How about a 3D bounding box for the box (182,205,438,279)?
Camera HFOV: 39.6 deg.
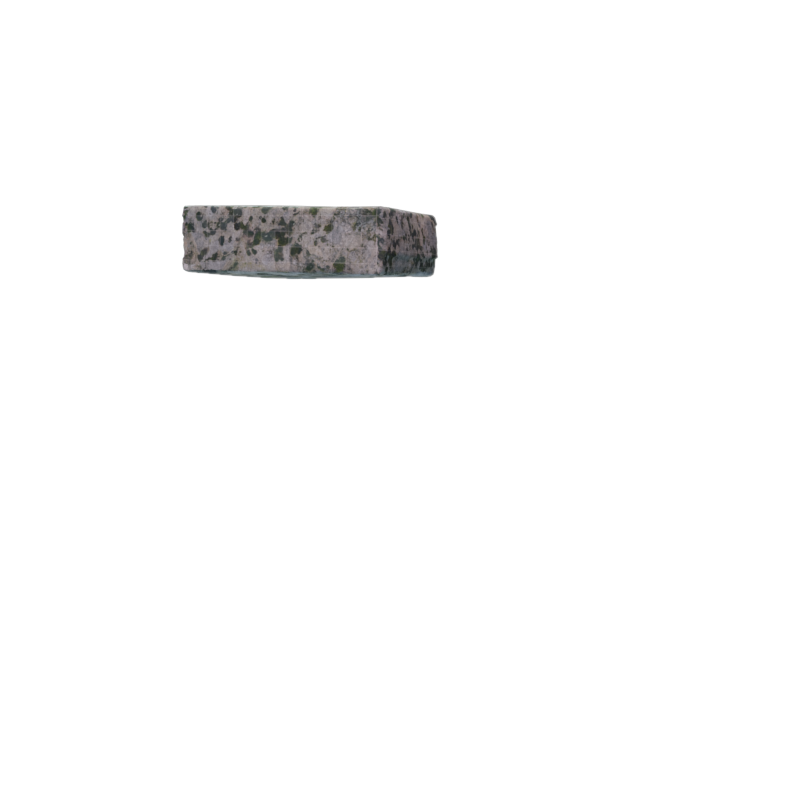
[{"bbox_3d":[-0.046,-0.084,0.591,0.117,0.039,0.088,2,4,21],"label":"box"}]
